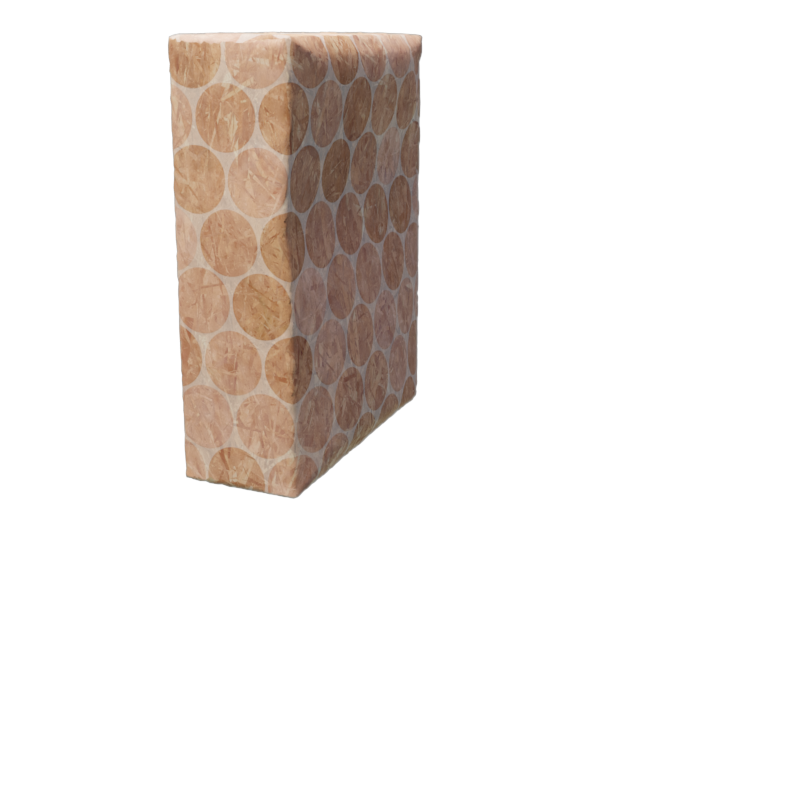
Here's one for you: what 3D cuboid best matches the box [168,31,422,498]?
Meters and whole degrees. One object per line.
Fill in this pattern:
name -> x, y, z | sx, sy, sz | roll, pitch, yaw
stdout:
box -> -0.045, -0.082, 0.574 | 0.074, 0.208, 0.164 | 6, 15, 22
